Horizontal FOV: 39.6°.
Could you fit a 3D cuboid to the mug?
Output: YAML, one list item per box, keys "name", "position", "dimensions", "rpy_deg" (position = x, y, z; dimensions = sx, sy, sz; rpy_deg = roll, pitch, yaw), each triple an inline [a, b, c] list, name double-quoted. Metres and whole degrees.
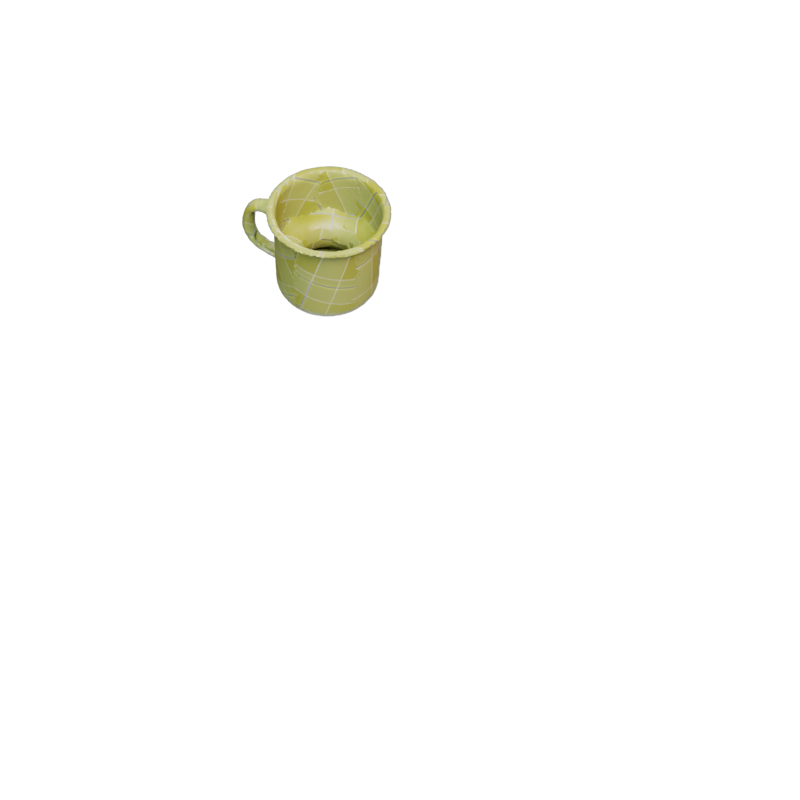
- name: "mug"
  position: [-0.067, -0.122, 0.852]
  dimensions: [0.120, 0.098, 0.076]
  rpy_deg: [15, -37, 10]
